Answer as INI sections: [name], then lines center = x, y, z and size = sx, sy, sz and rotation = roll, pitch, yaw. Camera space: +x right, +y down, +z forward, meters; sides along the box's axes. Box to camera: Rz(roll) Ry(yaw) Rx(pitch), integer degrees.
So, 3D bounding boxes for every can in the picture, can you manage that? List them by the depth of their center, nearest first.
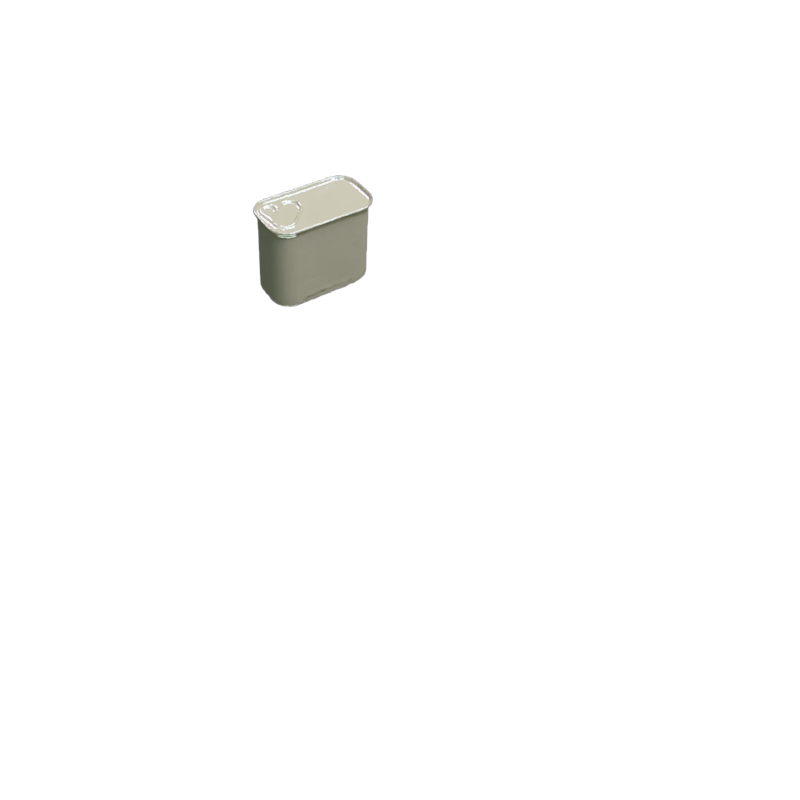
[can]
center = -0.076, -0.139, 0.975
size = 0.101, 0.078, 0.062
rotation = -23, 47, -25
